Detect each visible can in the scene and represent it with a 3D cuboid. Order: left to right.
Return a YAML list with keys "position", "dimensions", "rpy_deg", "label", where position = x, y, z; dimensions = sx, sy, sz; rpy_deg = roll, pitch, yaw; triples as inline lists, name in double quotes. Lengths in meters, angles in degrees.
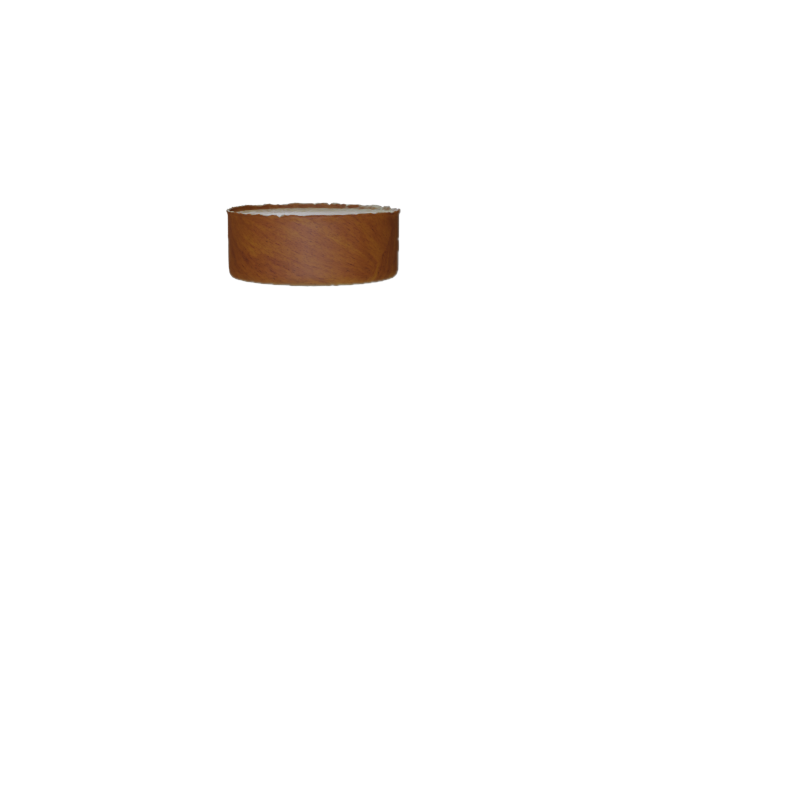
- position: [-0.043, -0.078, 0.547]
  dimensions: [0.086, 0.033, 0.088]
  rpy_deg: [0, 13, -2]
  label: "can"
